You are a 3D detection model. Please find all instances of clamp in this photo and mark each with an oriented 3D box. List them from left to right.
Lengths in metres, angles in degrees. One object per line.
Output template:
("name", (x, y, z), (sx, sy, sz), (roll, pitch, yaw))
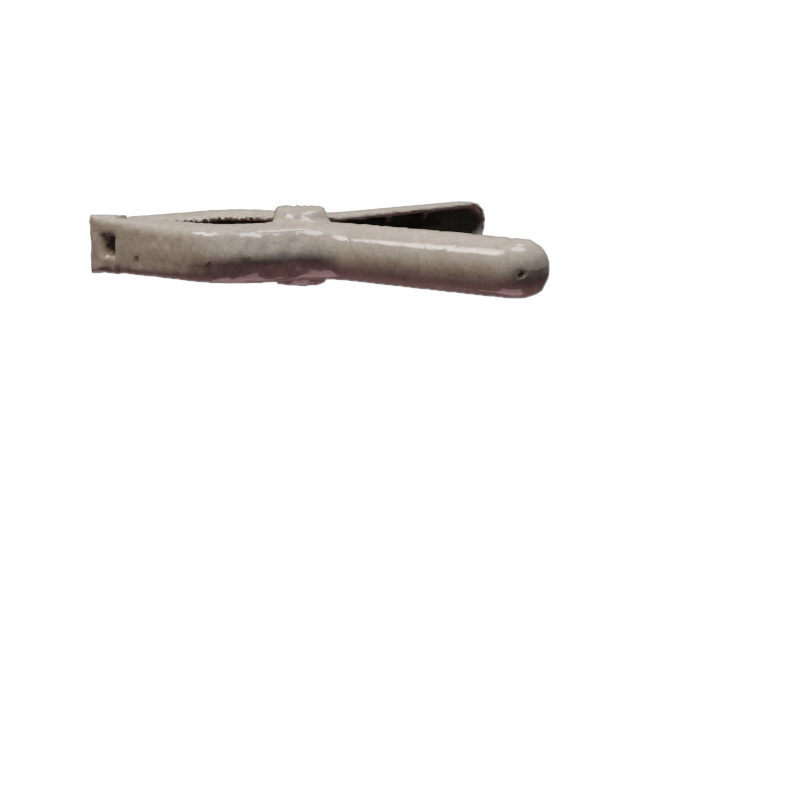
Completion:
("clamp", (-0.042, -0.077, 0.540), (0.211, 0.035, 0.168), (1, 15, 4))
